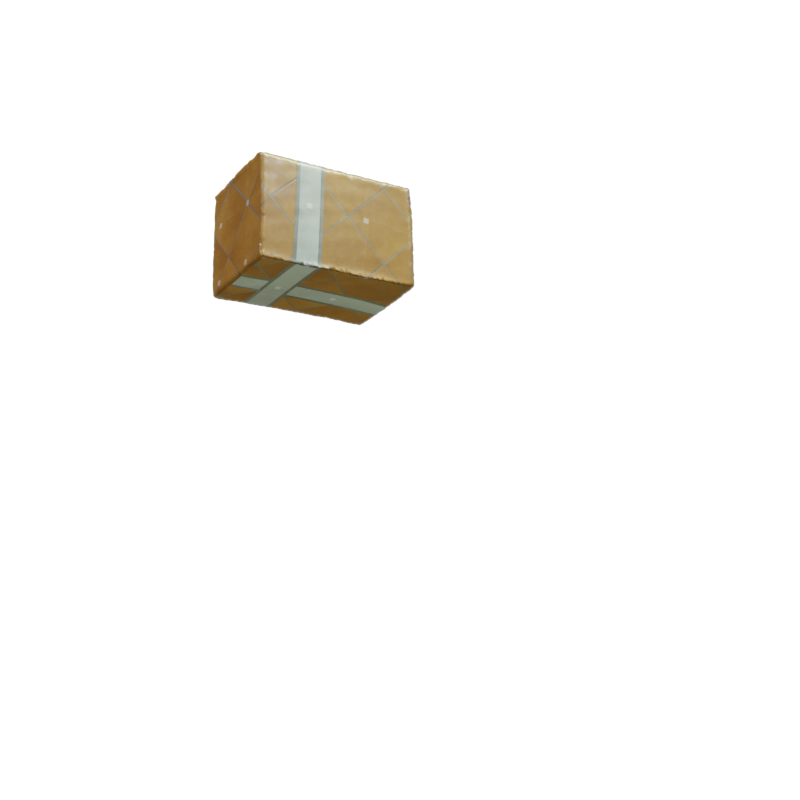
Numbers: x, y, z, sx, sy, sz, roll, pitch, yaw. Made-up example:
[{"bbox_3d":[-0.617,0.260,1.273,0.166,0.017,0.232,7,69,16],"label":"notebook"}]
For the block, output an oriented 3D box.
[{"bbox_3d":[-0.039,-0.072,0.502,0.075,0.054,0.052,11,-24,-27],"label":"block"}]
